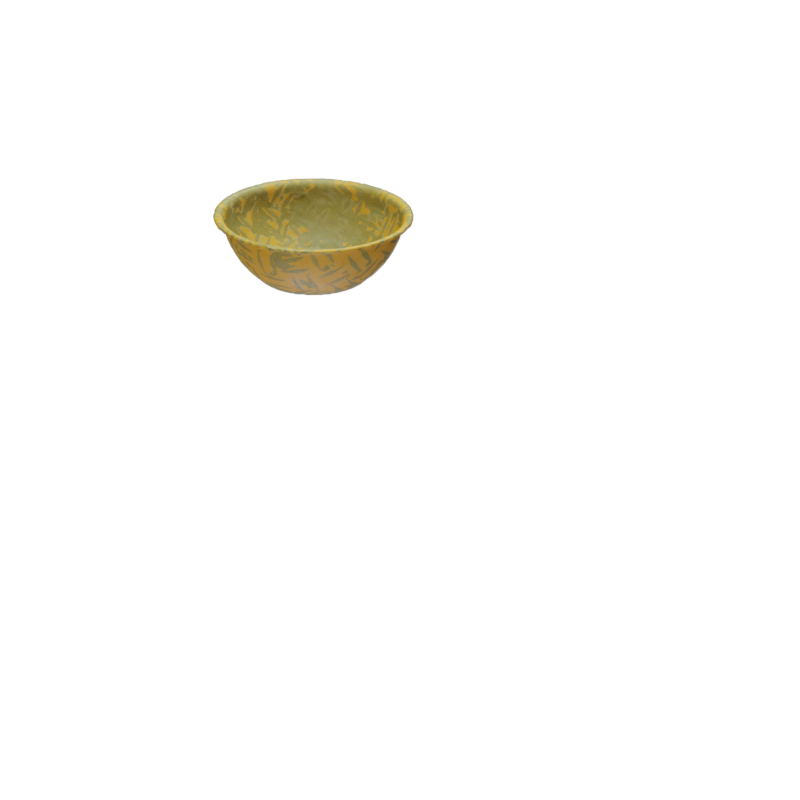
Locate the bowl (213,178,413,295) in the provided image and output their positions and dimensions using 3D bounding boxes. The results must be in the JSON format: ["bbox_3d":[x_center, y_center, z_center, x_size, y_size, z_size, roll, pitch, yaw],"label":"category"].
[{"bbox_3d":[-0.071,-0.129,0.904,0.162,0.052,0.171,-1,29,-2],"label":"bowl"}]
